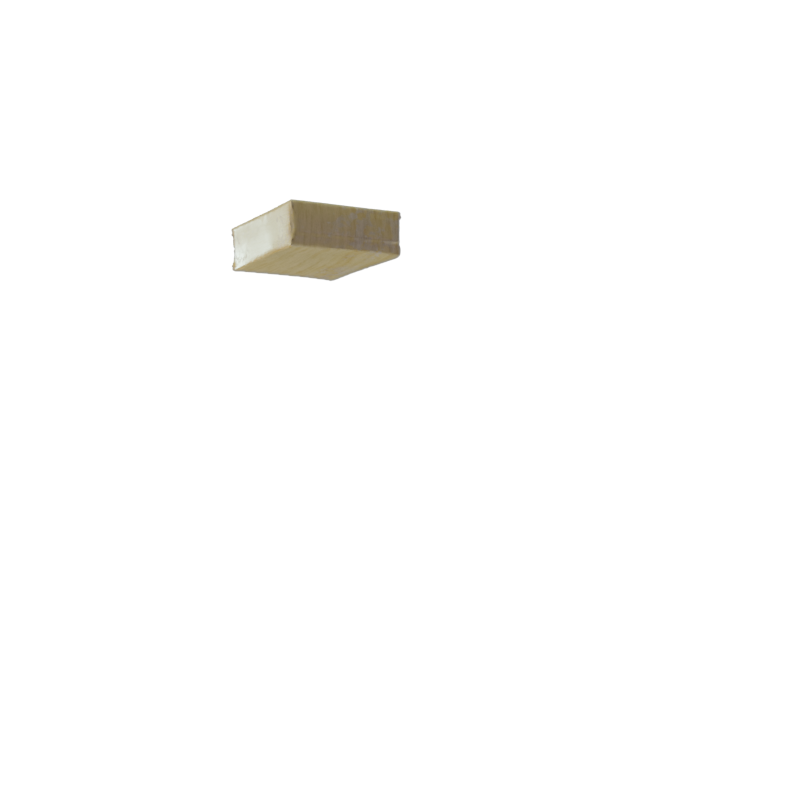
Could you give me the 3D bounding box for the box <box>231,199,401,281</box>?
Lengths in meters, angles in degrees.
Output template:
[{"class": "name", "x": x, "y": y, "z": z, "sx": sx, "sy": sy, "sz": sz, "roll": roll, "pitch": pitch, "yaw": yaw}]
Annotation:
[{"class": "box", "x": -0.065, "y": -0.119, "z": 0.831, "sx": 0.086, "sy": 0.040, "sz": 0.115, "roll": 4, "pitch": -8, "yaw": -29}]
